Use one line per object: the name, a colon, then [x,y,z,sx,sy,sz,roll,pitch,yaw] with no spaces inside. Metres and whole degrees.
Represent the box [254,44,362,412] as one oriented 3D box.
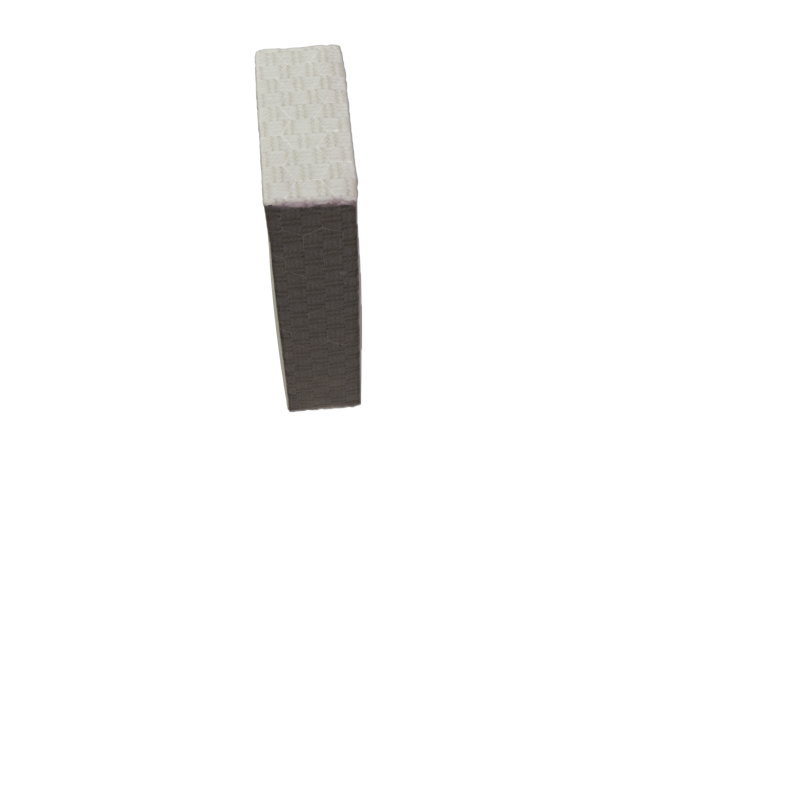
box: [-0.042,-0.077,0.539,0.048,0.100,0.165,-3,-31,-6]
